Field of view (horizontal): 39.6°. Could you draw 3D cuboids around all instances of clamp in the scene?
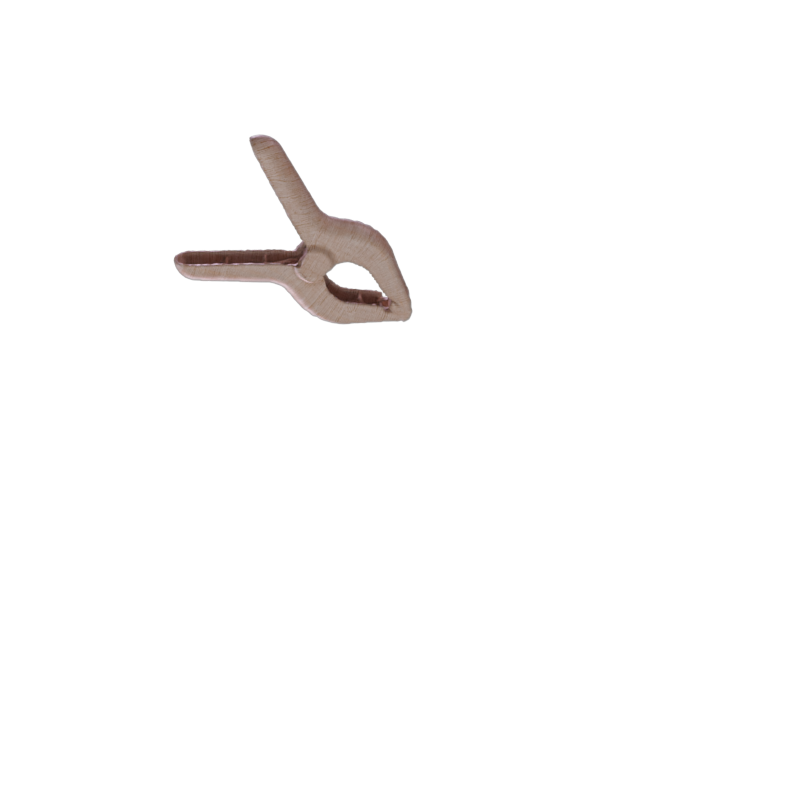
[{"bbox_3d":[-0.061,-0.111,0.779,0.167,0.115,0.042,19,33,-14],"label":"clamp"}]
